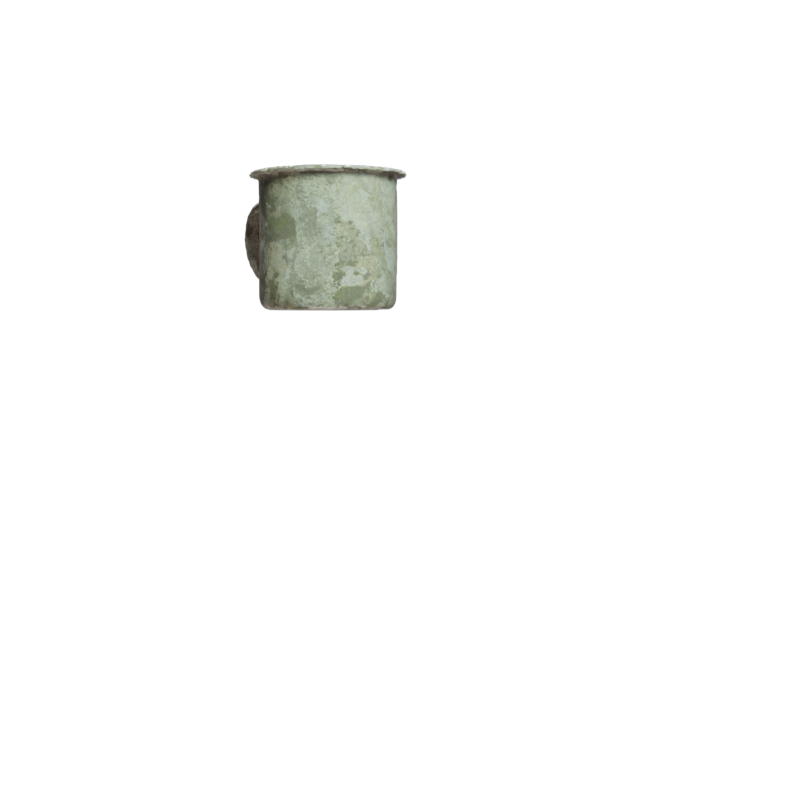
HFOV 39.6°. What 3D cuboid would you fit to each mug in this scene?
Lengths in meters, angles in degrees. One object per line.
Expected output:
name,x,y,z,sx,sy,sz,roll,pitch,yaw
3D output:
mug,-0.052,-0.095,0.665,0.122,0.082,0.090,3,3,41
